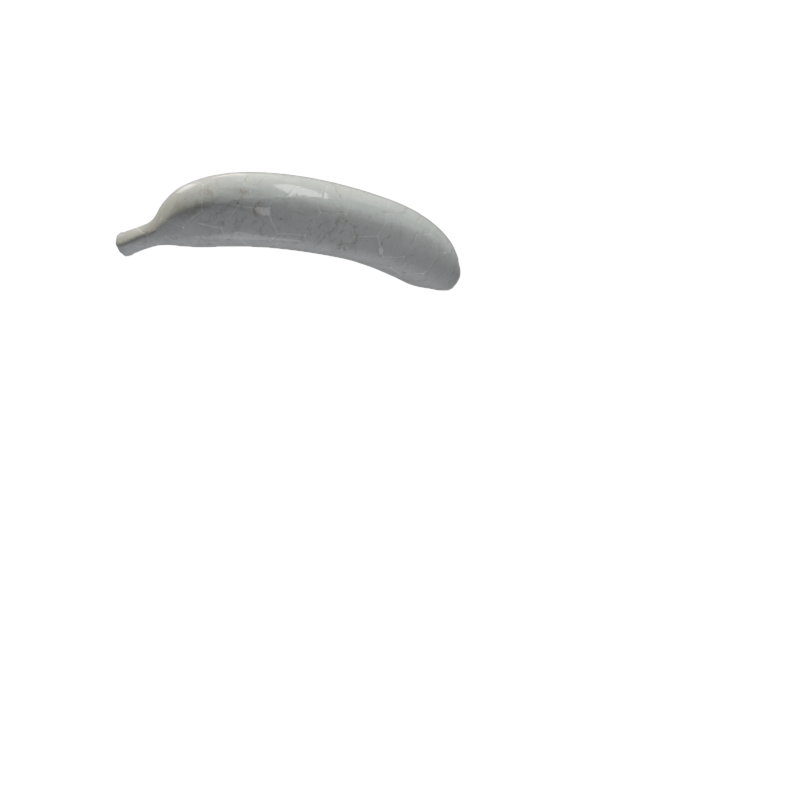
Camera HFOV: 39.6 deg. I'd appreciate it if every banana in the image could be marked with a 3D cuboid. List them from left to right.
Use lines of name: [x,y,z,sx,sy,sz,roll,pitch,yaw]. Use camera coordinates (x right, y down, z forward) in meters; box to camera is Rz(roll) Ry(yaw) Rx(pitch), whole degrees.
banana: [-0.039,-0.086,0.561,0.190,0.038,0.070,5,-13,-28]
